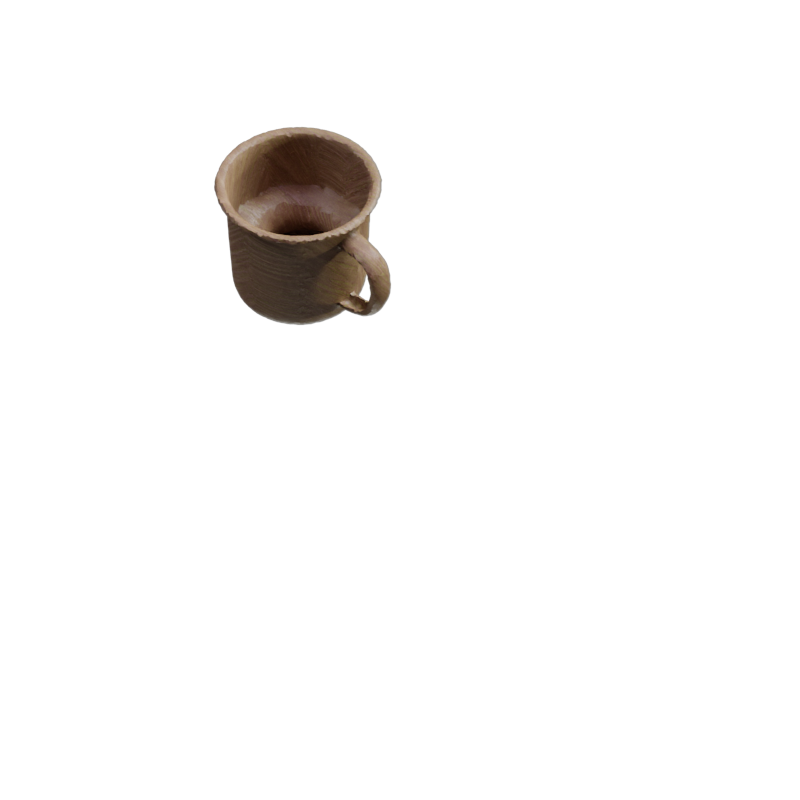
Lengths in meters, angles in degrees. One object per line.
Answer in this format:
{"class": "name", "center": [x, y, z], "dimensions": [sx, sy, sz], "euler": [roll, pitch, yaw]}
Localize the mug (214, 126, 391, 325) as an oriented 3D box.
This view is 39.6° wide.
{"class": "mug", "center": [-0.050, -0.091, 0.640], "dimensions": [0.124, 0.076, 0.094], "euler": [37, 58, 26]}
